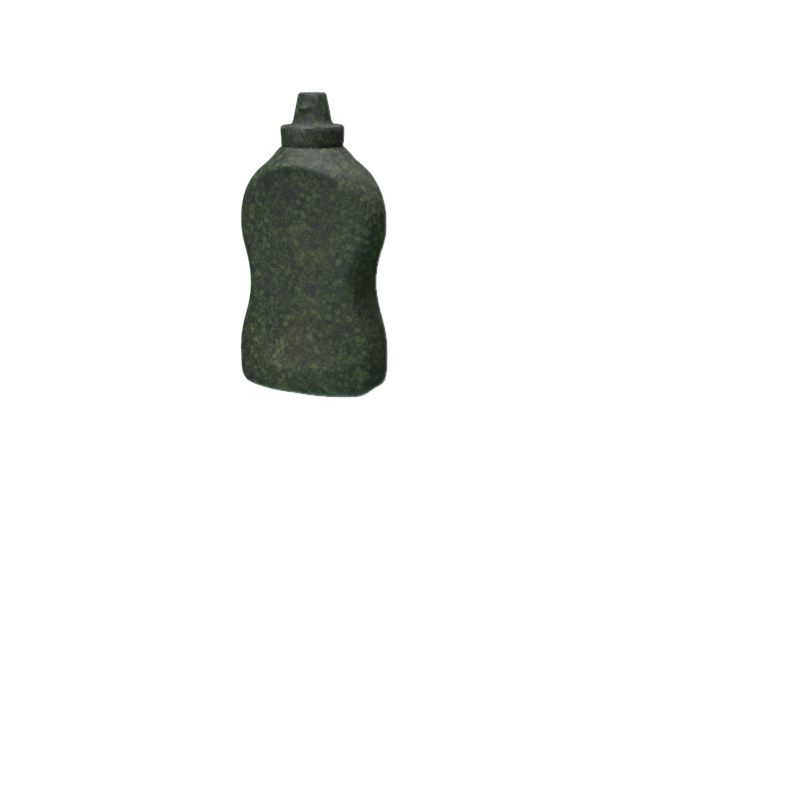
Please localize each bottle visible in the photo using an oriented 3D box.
[{"bbox_3d":[-0.056,-0.102,0.717,0.100,0.187,0.058,6,11,26],"label":"bottle"}]
